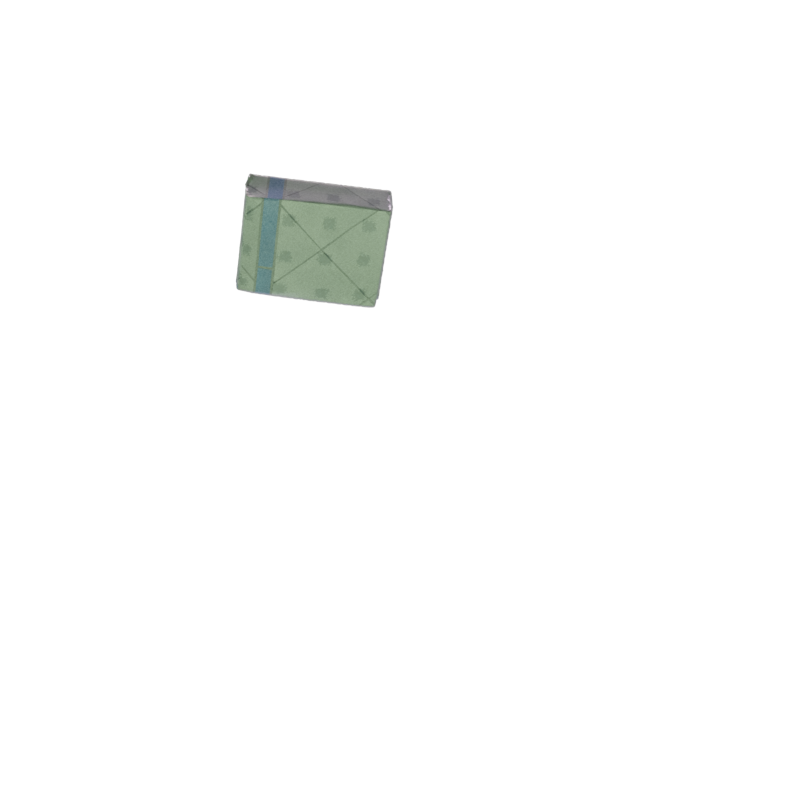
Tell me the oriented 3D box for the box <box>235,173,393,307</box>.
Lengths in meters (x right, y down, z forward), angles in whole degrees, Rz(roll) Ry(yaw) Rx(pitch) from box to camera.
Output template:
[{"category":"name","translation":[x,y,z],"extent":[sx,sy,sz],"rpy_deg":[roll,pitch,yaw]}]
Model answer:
[{"category":"box","translation":[-0.067,-0.122,0.855],"extent":[0.113,0.085,0.041],"rpy_deg":[6,33,-5]}]
